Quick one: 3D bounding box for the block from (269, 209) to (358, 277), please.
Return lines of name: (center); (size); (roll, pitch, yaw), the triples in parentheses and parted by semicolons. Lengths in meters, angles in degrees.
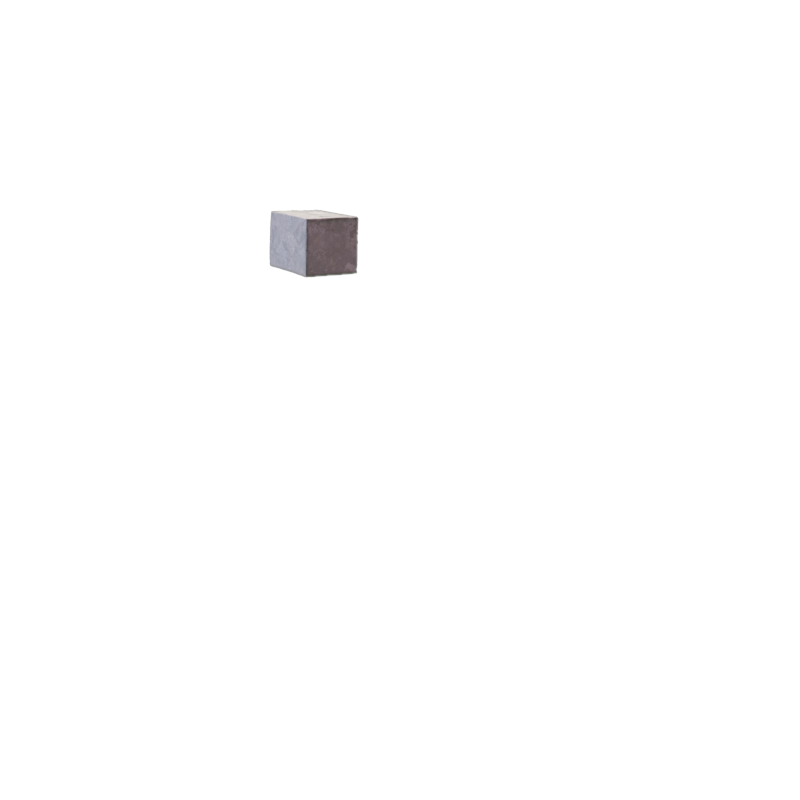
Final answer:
block: (-0.077, -0.141, 0.984); (0.051, 0.050, 0.082); (-6, 14, -28)
